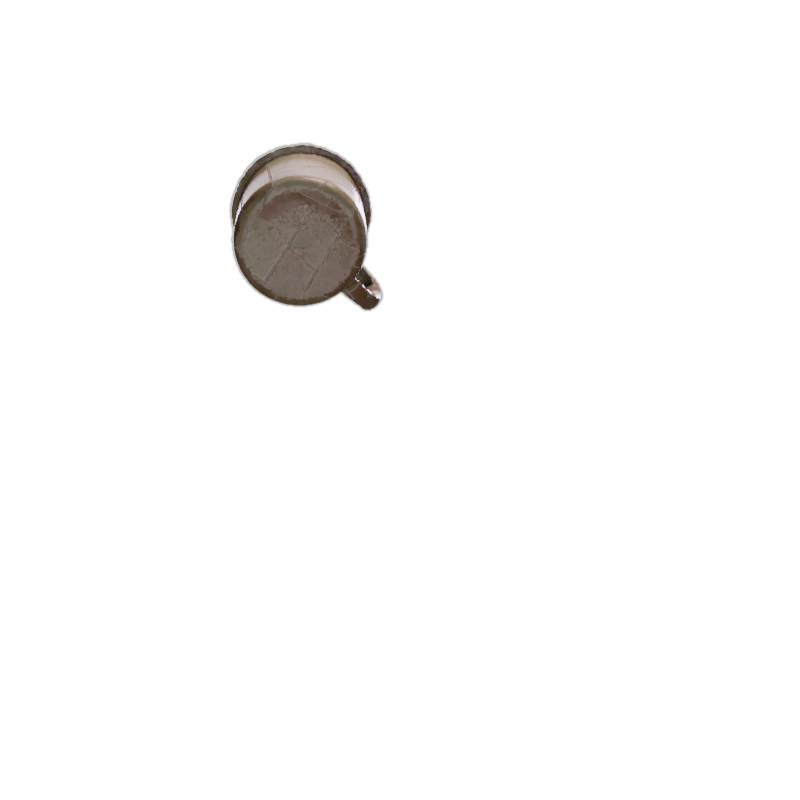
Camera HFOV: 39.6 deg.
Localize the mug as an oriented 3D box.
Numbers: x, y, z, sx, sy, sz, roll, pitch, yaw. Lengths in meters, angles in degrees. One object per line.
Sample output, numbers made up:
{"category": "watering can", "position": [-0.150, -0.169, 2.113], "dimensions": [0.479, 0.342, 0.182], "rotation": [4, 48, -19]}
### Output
{"category": "mug", "position": [-0.055, -0.100, 0.701], "dimensions": [0.093, 0.113, 0.085], "rotation": [-40, 15, 11]}
